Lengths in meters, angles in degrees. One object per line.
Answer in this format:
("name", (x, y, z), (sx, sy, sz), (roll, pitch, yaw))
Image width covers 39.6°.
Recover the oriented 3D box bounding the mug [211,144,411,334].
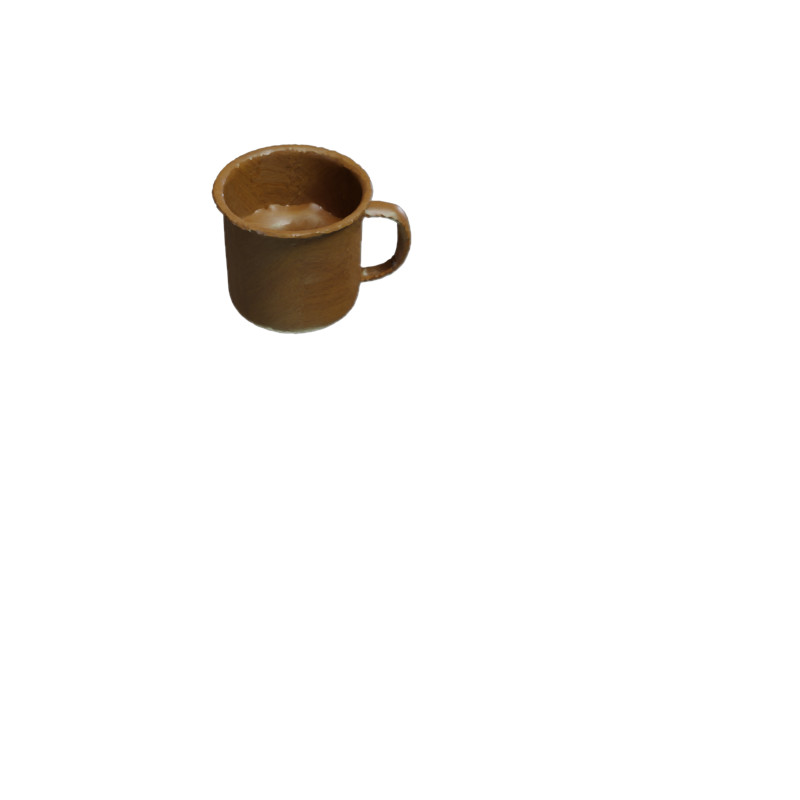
("mug", (-0.052, -0.095, 0.664), (0.117, 0.076, 0.100), (-2, 42, -4))
